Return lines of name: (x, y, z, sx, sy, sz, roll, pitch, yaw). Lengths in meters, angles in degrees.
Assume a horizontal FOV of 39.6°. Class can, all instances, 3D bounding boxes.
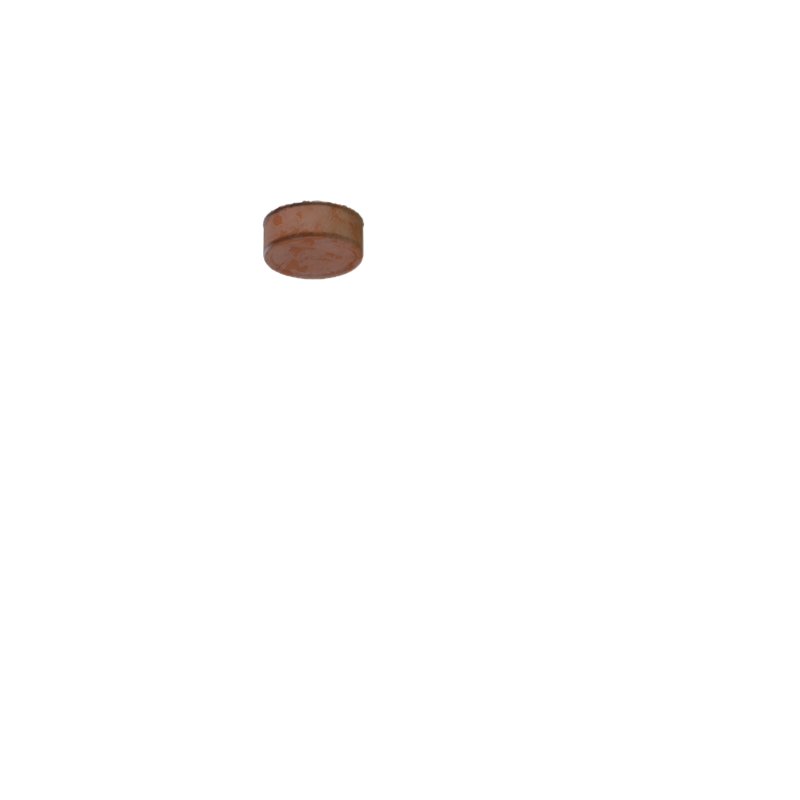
can: (-0.073, -0.133, 0.932, 0.086, 0.035, 0.082, 0, -20, -2)
